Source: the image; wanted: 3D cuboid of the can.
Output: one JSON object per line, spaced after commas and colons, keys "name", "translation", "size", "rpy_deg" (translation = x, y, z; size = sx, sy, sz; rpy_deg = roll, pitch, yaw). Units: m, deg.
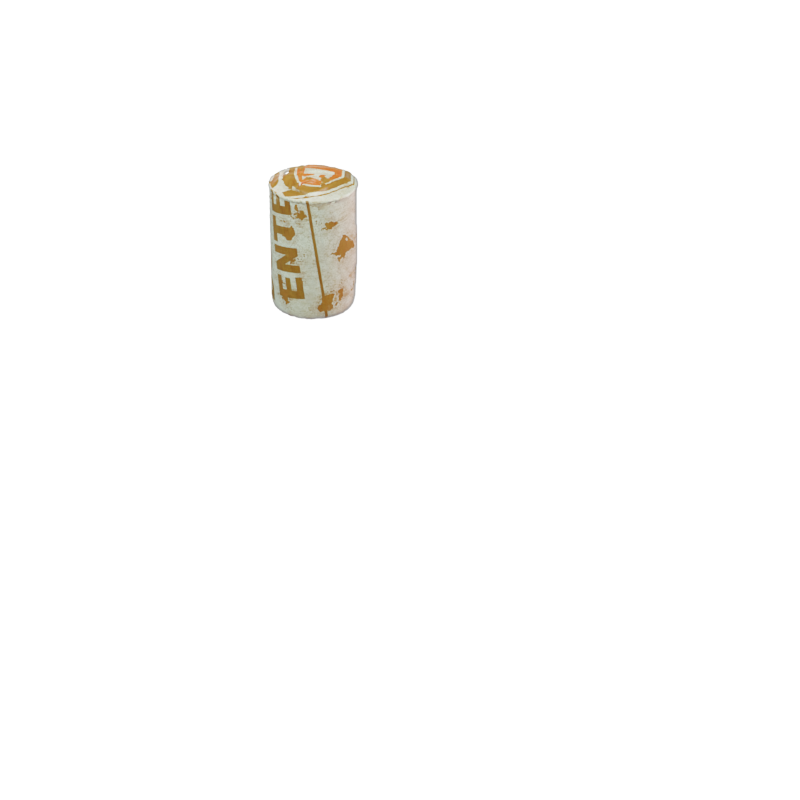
{"name": "can", "translation": [-0.067, -0.123, 0.860], "size": [0.068, 0.096, 0.073], "rpy_deg": [0, 31, -3]}
